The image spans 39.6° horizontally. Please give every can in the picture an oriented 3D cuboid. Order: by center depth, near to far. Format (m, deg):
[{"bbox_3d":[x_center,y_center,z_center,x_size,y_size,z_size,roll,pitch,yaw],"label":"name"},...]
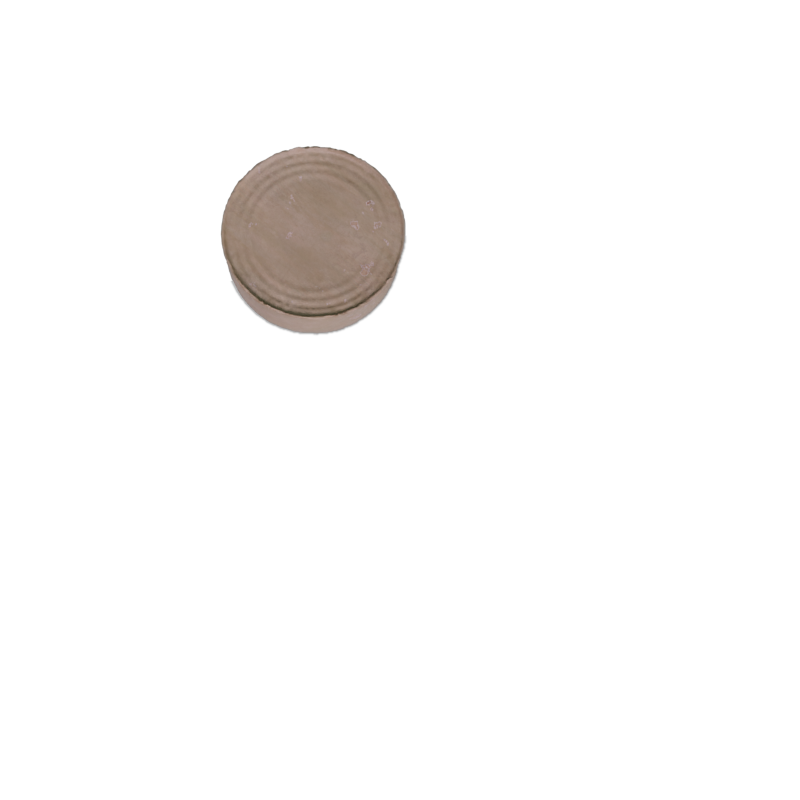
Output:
[{"bbox_3d":[-0.041,-0.075,0.529,0.086,0.090,0.032,-1,-18,-1],"label":"can"}]
